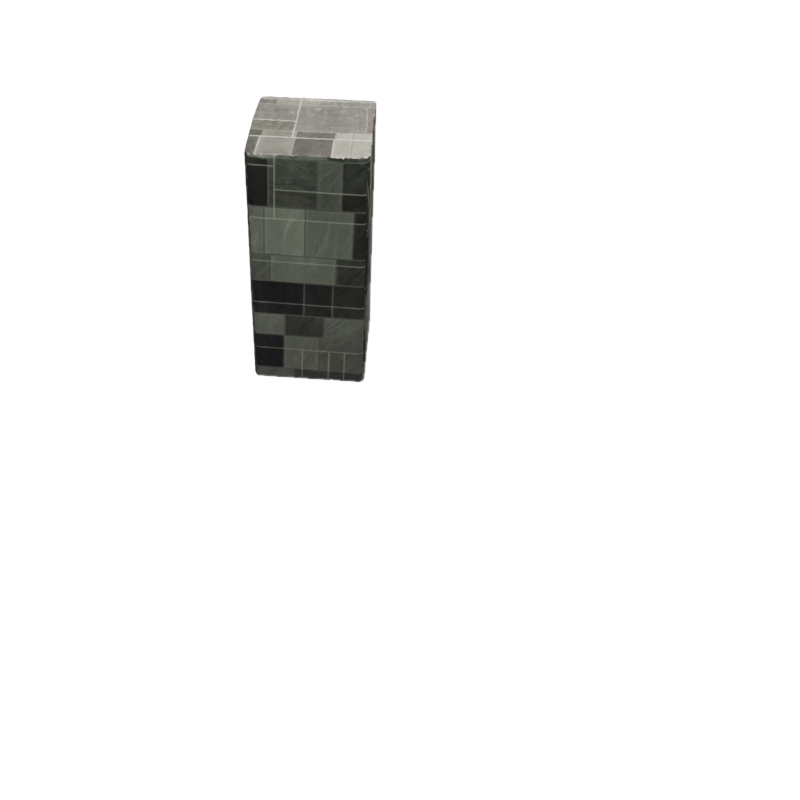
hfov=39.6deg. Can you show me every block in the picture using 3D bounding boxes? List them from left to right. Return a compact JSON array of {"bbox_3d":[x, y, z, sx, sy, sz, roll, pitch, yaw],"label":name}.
[{"bbox_3d":[-0.068,-0.123,0.861,0.091,0.193,0.096,4,38,2],"label":"block"}]
